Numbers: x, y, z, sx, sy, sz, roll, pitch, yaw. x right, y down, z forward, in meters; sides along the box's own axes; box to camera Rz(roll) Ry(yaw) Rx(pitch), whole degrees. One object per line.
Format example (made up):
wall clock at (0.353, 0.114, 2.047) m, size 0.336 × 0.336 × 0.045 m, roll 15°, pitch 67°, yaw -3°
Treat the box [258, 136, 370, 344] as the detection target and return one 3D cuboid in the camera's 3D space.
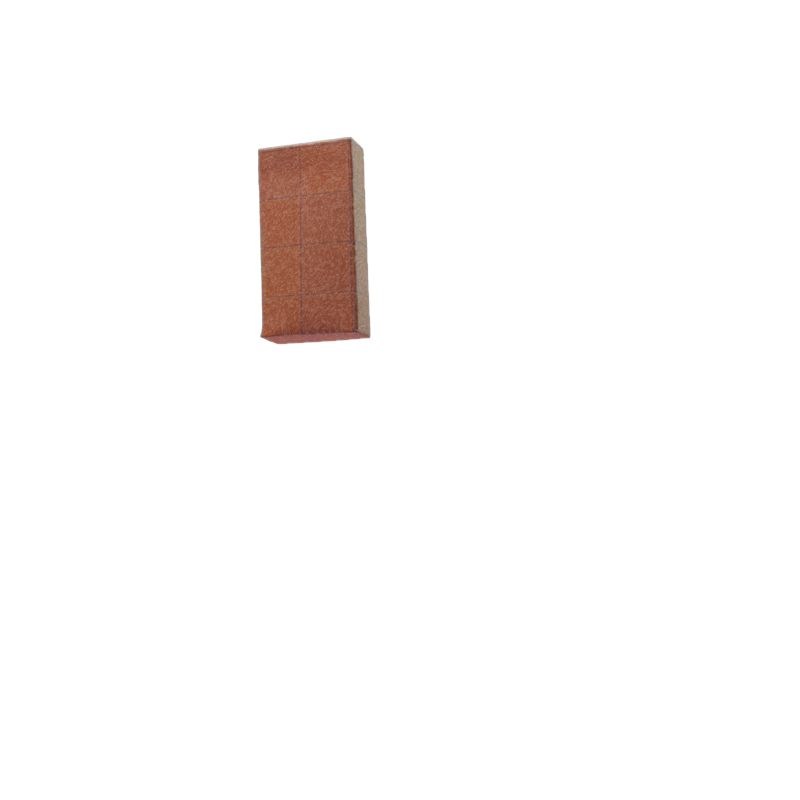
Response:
box at (-0.077, -0.142, 0.992) m, size 0.095 × 0.182 × 0.046 m, roll -5°, pitch -13°, yaw 18°
